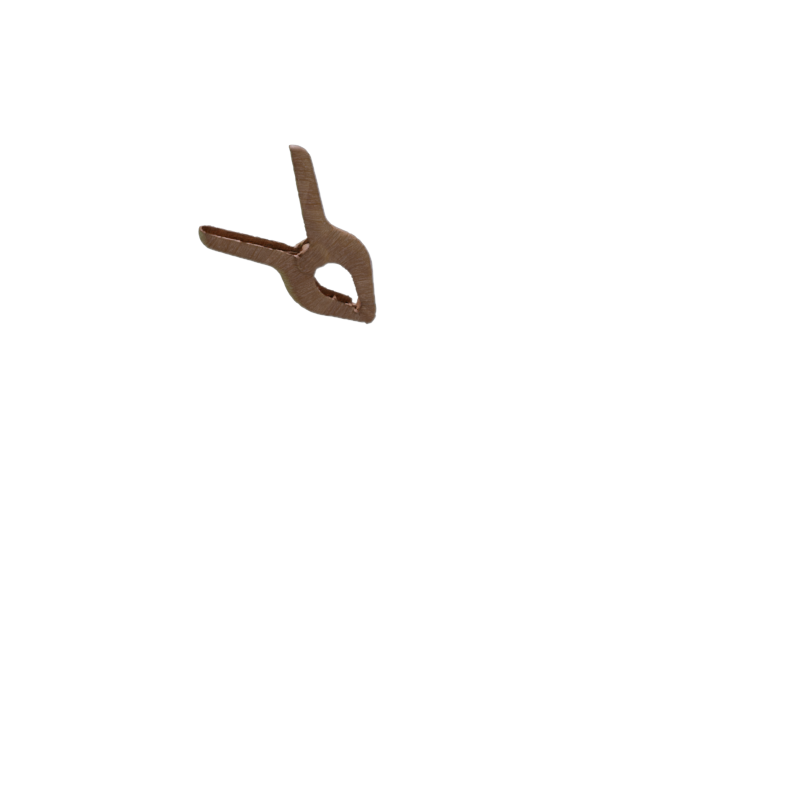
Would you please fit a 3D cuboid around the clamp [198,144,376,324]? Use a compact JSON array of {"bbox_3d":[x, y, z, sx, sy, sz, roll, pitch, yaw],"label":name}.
[{"bbox_3d":[-0.075,-0.138,0.963,0.164,0.118,0.042,36,23,-18],"label":"clamp"}]
